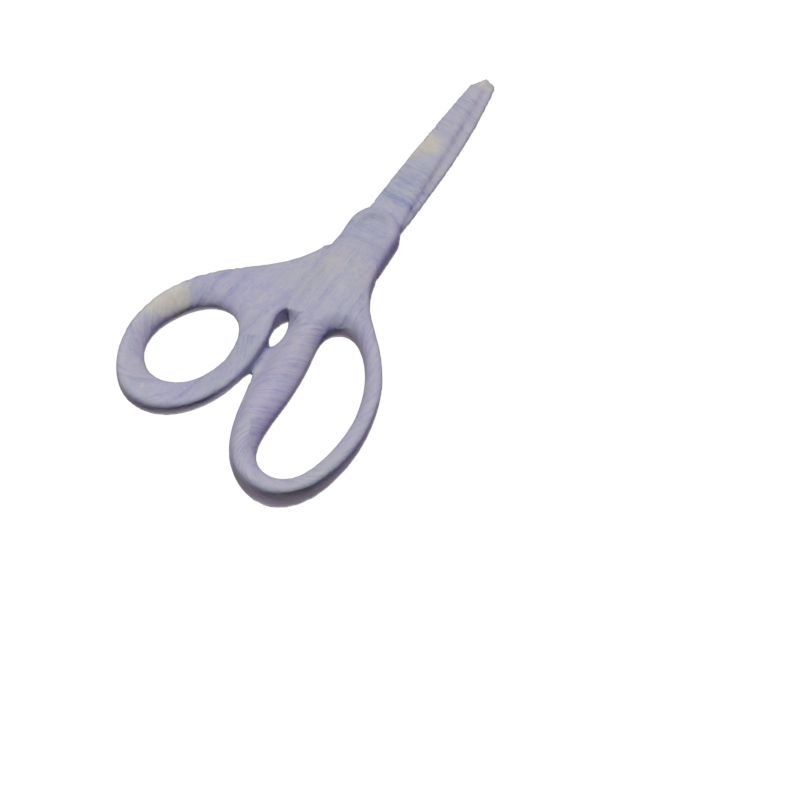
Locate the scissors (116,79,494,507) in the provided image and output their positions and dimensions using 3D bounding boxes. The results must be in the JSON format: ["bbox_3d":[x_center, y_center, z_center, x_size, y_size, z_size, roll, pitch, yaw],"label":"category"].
[{"bbox_3d":[-0.031,-0.056,0.395,0.098,0.213,0.015,11,-37,8],"label":"scissors"}]
